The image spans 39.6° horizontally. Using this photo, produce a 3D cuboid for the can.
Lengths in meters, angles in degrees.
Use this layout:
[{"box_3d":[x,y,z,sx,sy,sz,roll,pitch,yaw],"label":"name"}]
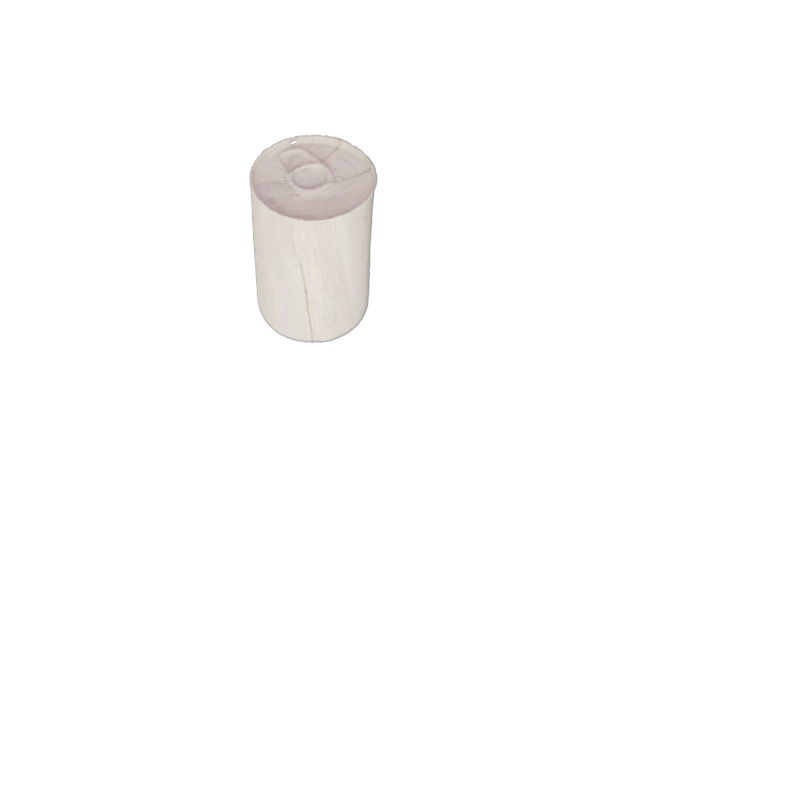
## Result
[{"box_3d":[-0.049,-0.089,0.623,0.068,0.074,0.095,0,-39,-3],"label":"can"}]
